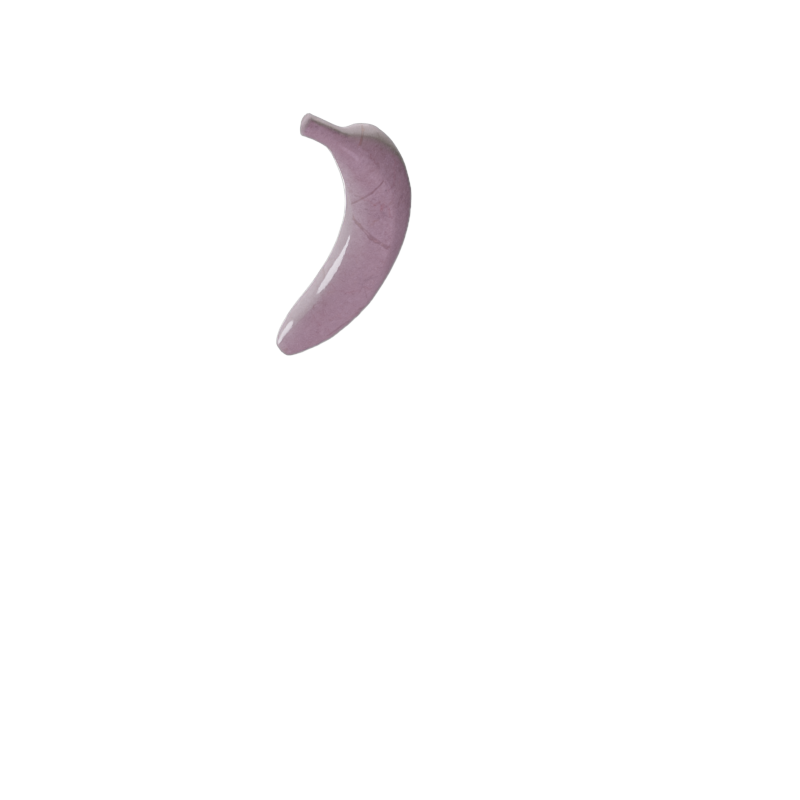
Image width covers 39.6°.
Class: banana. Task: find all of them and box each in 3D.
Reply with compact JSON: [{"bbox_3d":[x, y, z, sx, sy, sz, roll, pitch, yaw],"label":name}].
[{"bbox_3d":[-0.032,-0.094,0.647,0.069,0.039,0.186,5,-40,-7],"label":"banana"}]
